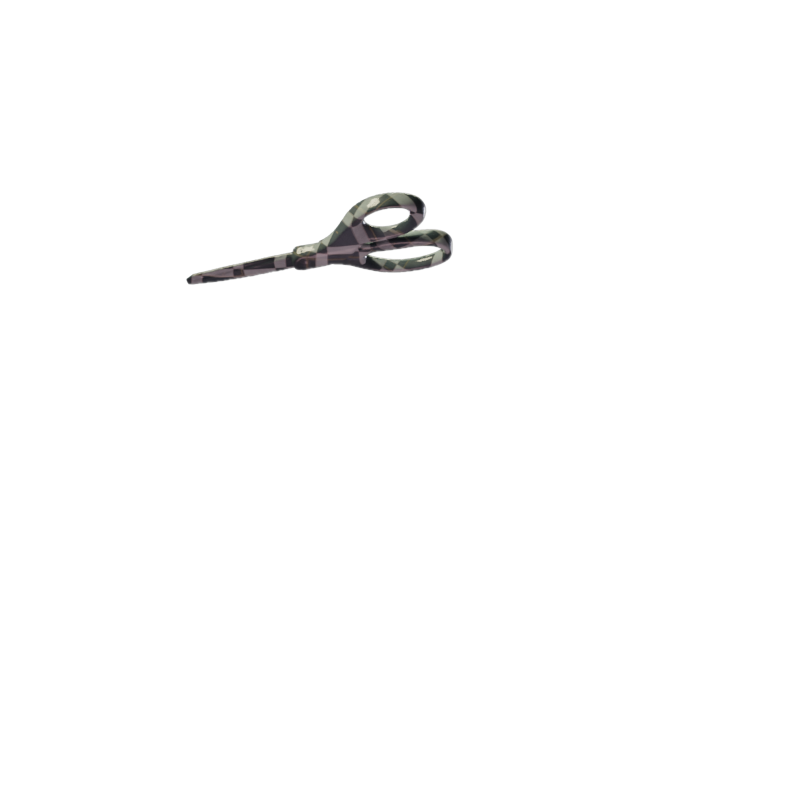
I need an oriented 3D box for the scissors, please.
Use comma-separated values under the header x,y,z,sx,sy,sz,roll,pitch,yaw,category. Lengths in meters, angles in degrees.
x,y,z,sx,sy,sz,roll,pitch,yaw,category
-0.063,-0.115,0.804,0.202,0.017,0.090,-2,-29,3,scissors
